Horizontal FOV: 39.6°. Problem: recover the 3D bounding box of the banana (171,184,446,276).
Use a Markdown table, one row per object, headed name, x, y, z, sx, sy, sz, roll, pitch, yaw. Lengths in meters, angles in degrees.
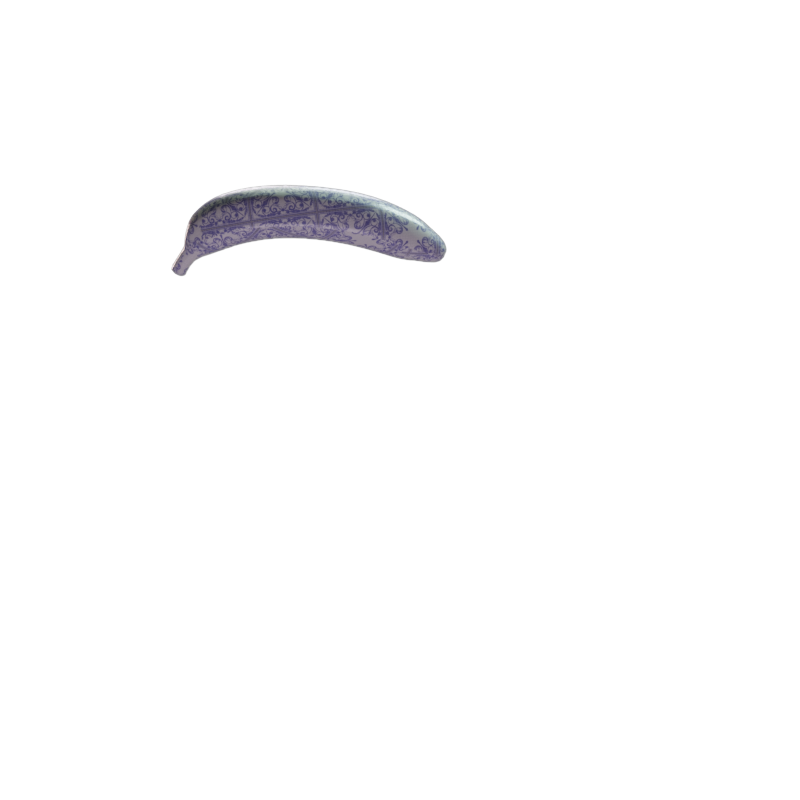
| name | x | y | z | sx | sy | sz | roll | pitch | yaw |
| --- | --- | --- | --- | --- | --- | --- | --- | --- | --- |
| banana | -0.066 | -0.122 | 0.780 | 0.198 | 0.039 | 0.065 | -1 | -32 | 2 |
